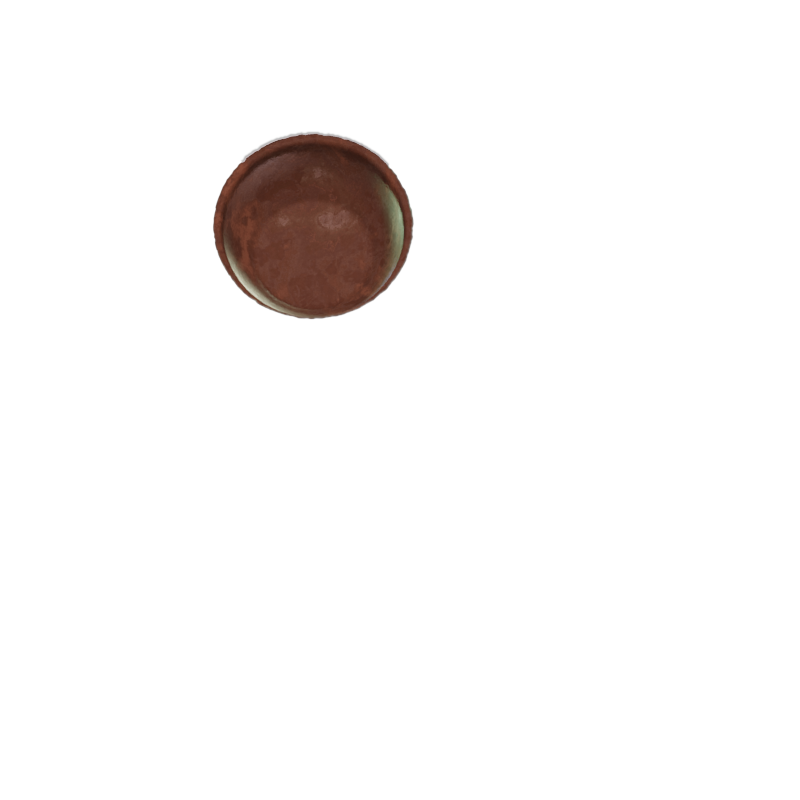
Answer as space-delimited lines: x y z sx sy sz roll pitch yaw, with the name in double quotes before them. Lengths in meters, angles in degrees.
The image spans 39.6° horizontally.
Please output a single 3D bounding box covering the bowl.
"bowl" -0.068 -0.124 0.872 0.162 0.154 0.058 1 26 -1
